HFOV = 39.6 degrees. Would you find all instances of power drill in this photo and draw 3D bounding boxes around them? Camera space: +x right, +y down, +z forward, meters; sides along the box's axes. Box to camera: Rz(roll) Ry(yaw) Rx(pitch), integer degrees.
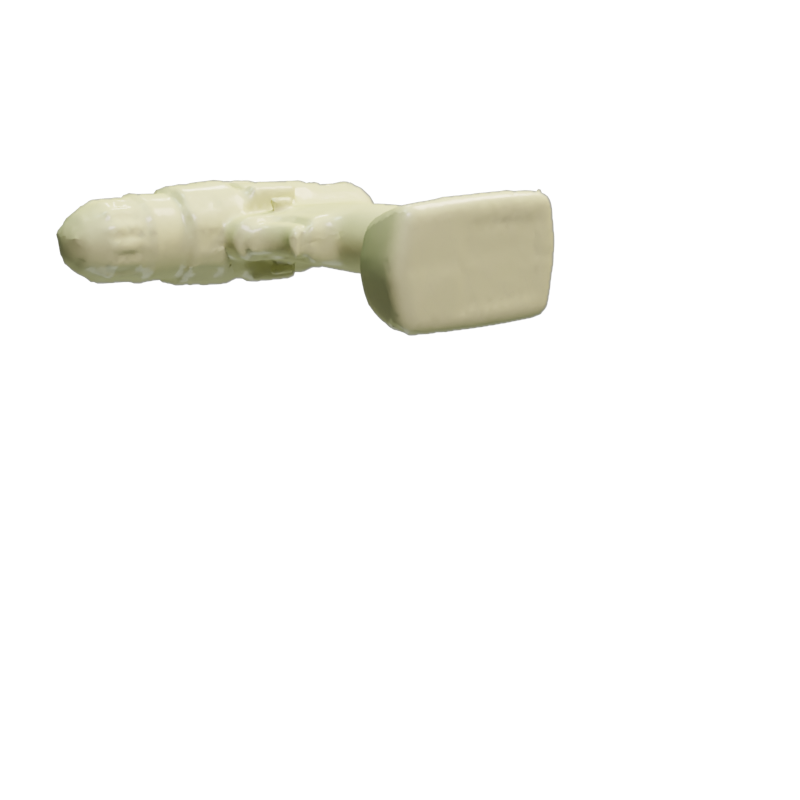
[{"bbox_3d":[-0.040,-0.073,0.514,0.180,0.056,0.198,-14,21,-40],"label":"power drill"}]
